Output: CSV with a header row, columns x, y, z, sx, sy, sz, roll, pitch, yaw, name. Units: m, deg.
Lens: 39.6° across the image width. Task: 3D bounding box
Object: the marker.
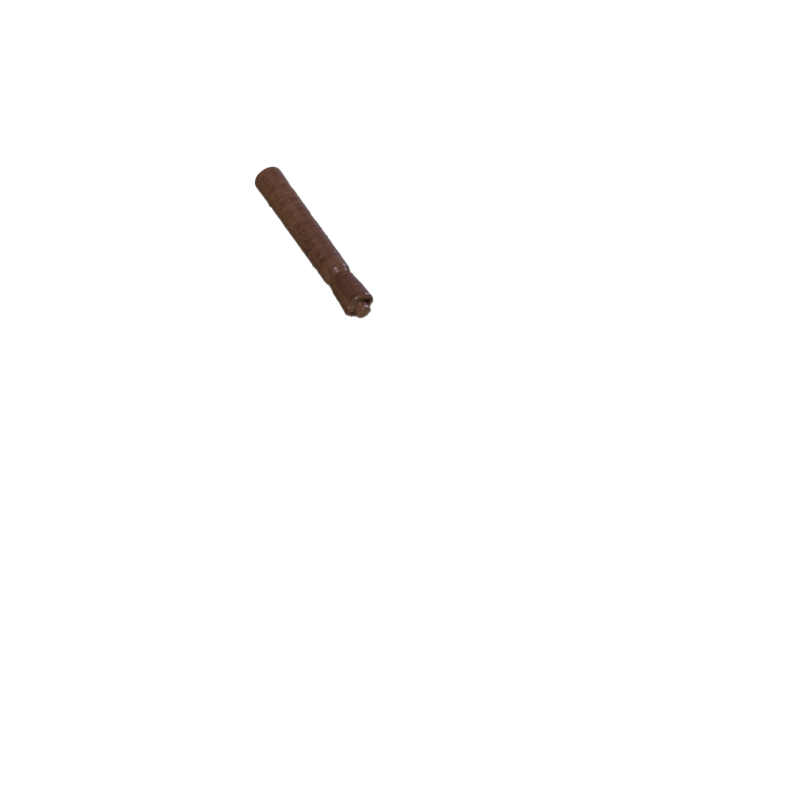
x,y,z,sx,sy,sz,roll,pitch,yaw,name
-0.052,-0.095,0.668,0.019,0.019,0.130,-2,46,-42,marker
